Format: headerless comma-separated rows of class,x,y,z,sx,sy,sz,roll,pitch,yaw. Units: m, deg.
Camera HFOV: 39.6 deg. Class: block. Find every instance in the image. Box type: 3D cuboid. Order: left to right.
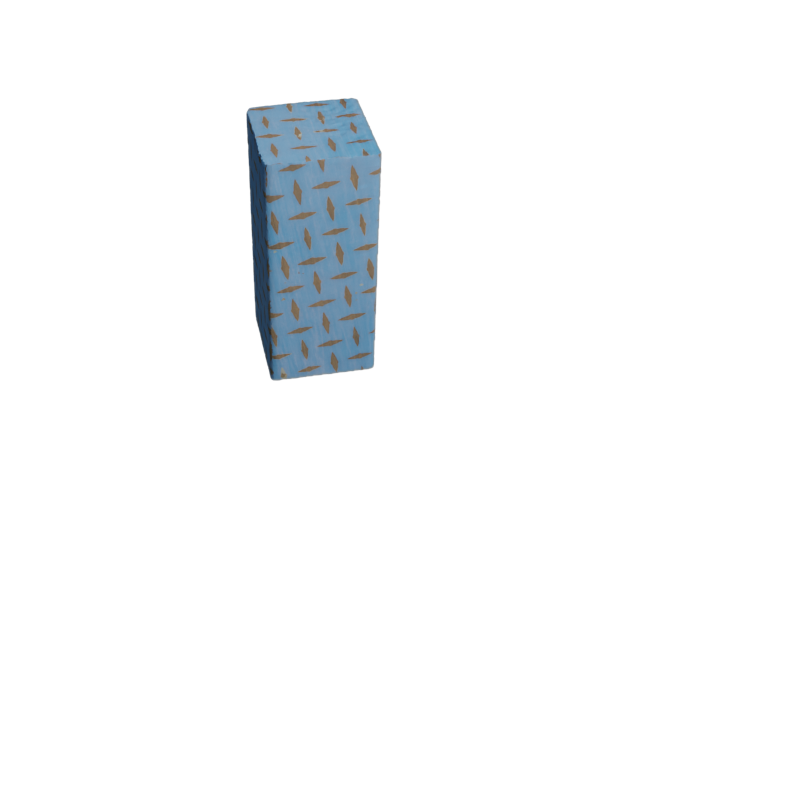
block,-0.070,-0.127,0.886,0.089,0.193,0.098,-6,40,-11
